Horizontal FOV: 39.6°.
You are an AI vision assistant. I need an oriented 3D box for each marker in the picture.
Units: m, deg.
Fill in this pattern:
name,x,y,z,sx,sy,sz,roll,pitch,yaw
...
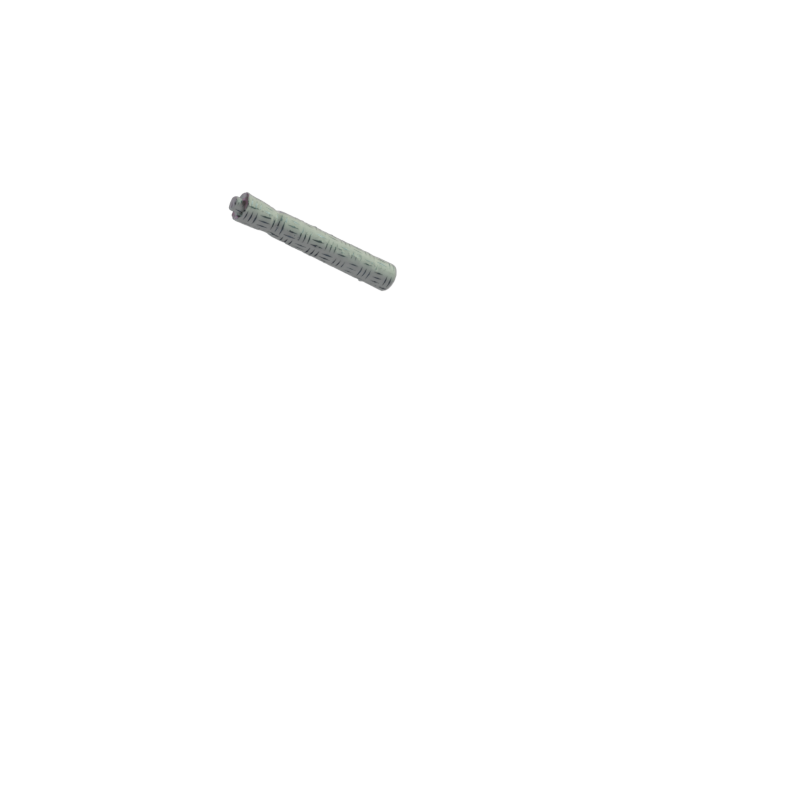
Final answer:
name,x,y,z,sx,sy,sz,roll,pitch,yaw
marker,-0.054,-0.099,0.690,0.115,0.020,0.020,23,-8,-29
